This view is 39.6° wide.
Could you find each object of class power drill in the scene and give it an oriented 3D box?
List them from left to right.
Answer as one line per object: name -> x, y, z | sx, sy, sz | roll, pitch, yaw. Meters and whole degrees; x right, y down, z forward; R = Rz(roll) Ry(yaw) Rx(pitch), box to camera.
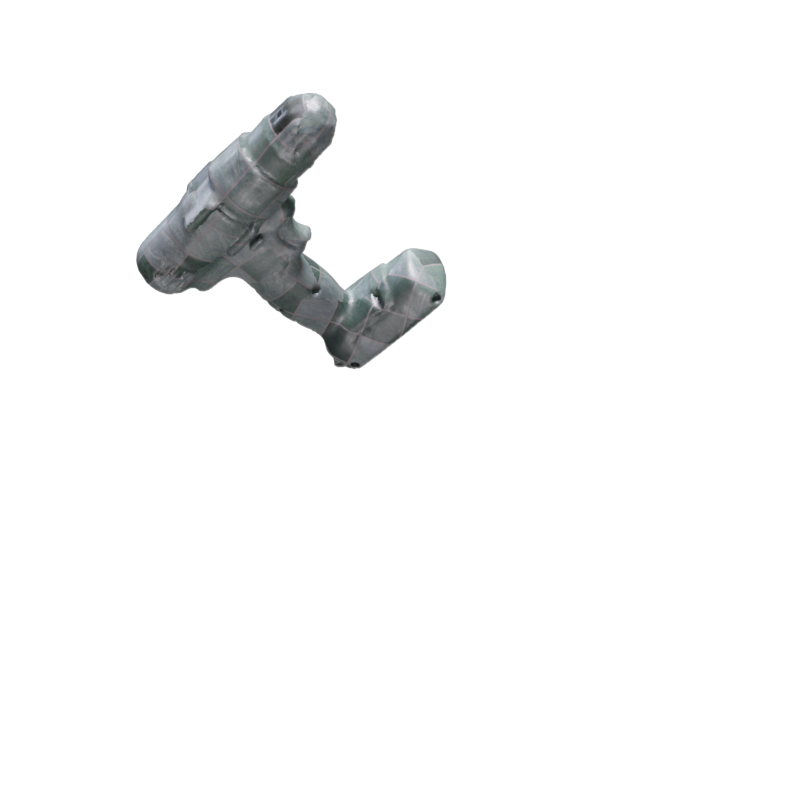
power drill -> -0.059, -0.108, 0.758 | 0.177, 0.062, 0.182 | 32, -53, -29
